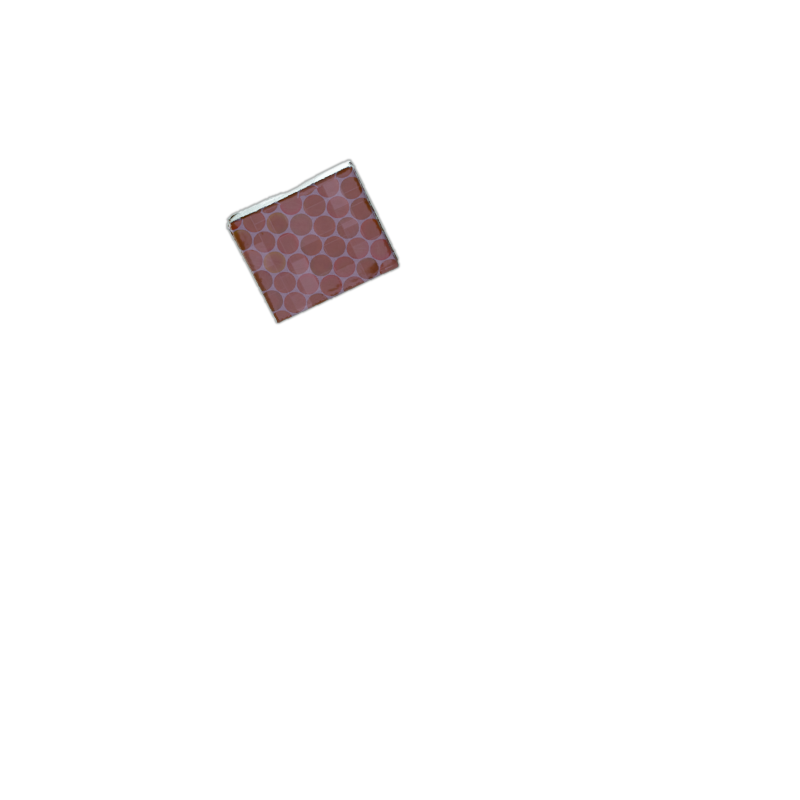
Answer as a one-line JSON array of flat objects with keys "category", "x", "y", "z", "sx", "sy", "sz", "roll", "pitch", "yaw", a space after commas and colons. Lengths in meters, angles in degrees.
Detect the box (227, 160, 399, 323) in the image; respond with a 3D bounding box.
[{"category": "box", "x": -0.056, "y": -0.101, "z": 0.709, "sx": 0.089, "sy": 0.071, "sz": 0.031, "roll": -25, "pitch": 13, "yaw": 6}]
